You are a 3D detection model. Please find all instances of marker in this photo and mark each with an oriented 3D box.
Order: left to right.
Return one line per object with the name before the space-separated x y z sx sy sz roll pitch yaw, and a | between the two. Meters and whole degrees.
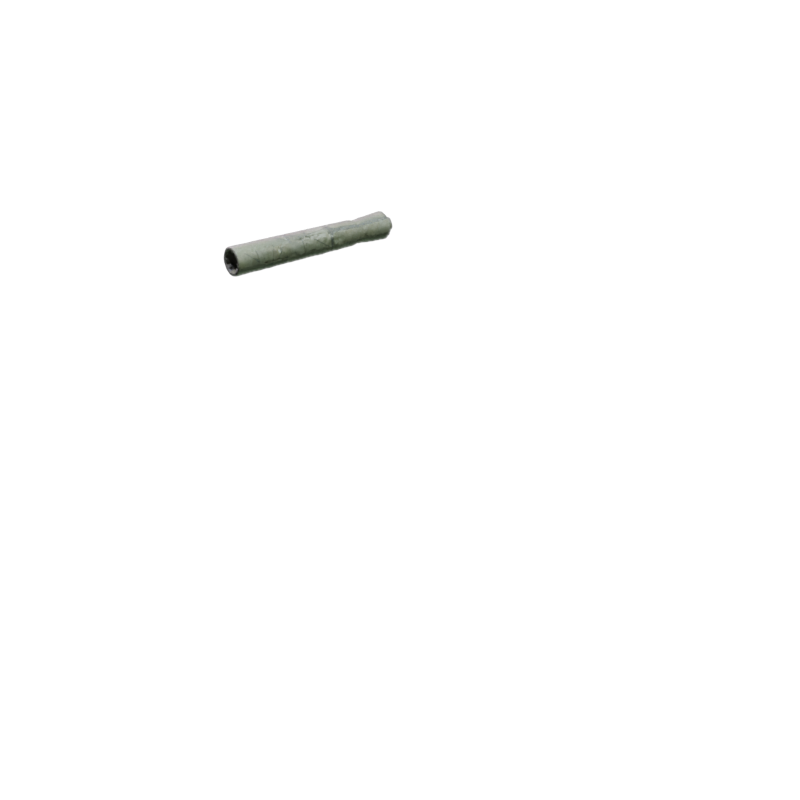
marker | -0.055 -0.100 0.700 0.119 0.019 0.021 -19 14 -33
